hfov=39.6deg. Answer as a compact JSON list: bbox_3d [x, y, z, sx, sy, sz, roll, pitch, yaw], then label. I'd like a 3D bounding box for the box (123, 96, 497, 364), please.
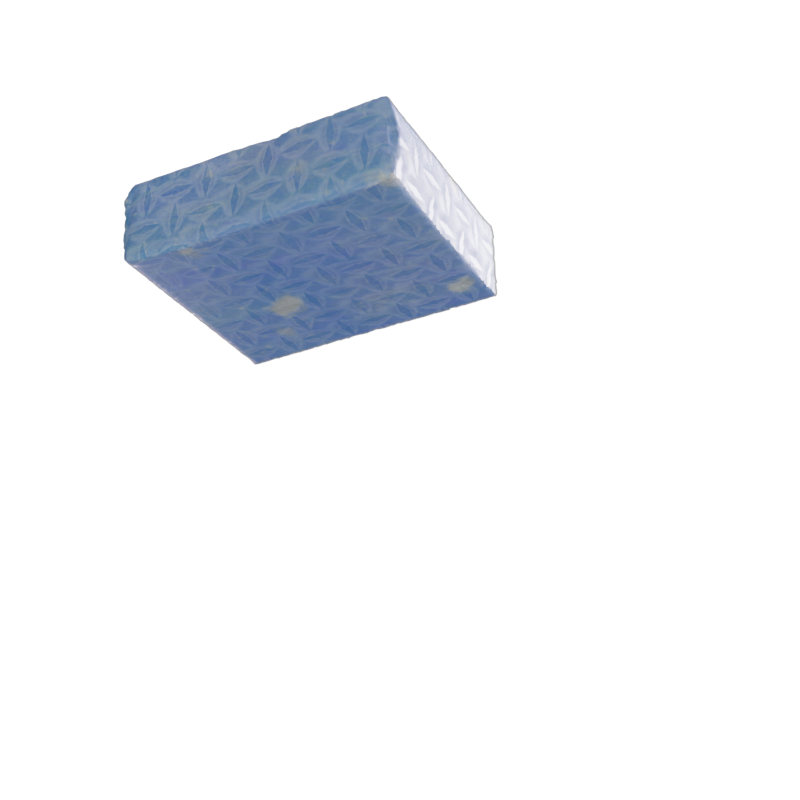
[{"bbox_3d":[-0.026,-0.047,0.331,0.090,0.032,0.068,-14,-31,24],"label":"box"}]
